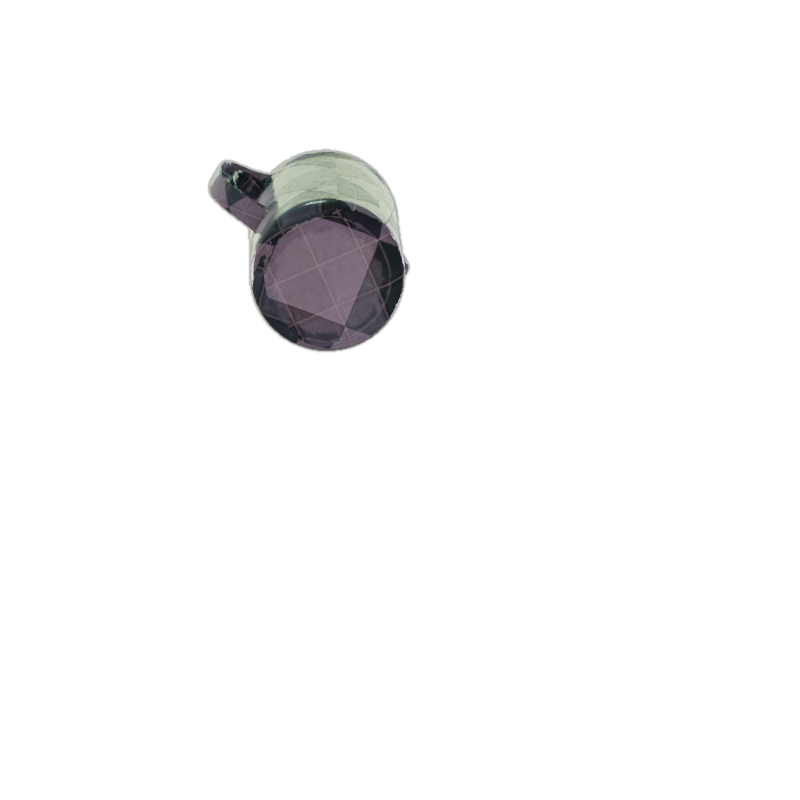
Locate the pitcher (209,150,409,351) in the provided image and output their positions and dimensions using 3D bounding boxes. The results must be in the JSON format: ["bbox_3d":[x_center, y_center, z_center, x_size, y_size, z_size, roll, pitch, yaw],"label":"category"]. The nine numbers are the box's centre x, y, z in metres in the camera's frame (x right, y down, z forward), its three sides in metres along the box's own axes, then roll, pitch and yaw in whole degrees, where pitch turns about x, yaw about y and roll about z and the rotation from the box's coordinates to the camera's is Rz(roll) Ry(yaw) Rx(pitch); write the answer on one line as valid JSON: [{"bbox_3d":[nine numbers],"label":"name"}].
[{"bbox_3d":[-0.069,-0.125,0.876,0.149,0.140,0.251,-13,16,0],"label":"pitcher"}]
